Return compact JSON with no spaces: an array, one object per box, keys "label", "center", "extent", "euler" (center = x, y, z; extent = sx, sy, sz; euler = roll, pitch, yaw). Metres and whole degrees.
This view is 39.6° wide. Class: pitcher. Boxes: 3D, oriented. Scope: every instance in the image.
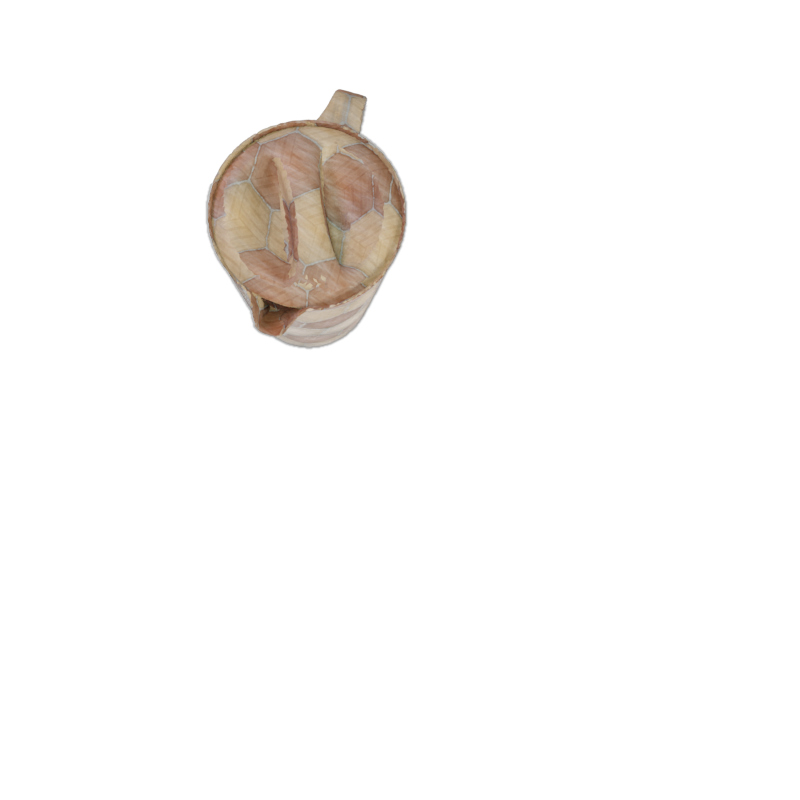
[{"label":"pitcher","center":[-0.067,-0.121,0.850],"extent":[0.149,0.149,0.237],"euler":[-28,-6,-7]}]
